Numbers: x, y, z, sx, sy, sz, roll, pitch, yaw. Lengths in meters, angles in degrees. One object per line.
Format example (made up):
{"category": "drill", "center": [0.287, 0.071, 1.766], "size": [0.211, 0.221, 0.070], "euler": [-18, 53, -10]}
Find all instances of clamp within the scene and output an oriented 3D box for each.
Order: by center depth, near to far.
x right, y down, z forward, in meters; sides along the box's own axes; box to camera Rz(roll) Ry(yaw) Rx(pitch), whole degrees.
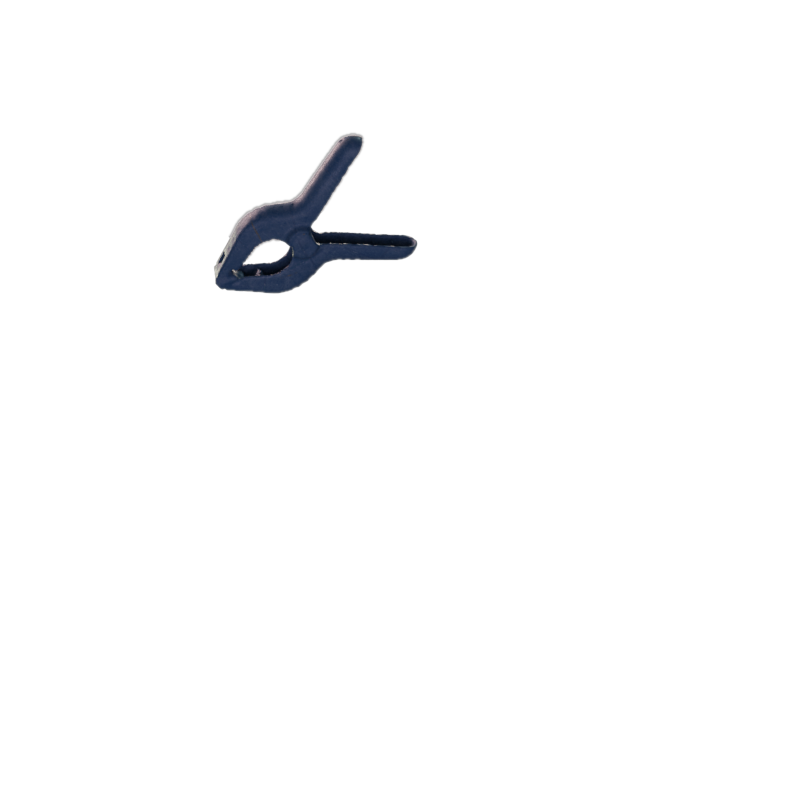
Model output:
{"category": "clamp", "center": [-0.073, -0.133, 0.935], "size": [0.171, 0.114, 0.041], "euler": [-32, 20, 13]}
